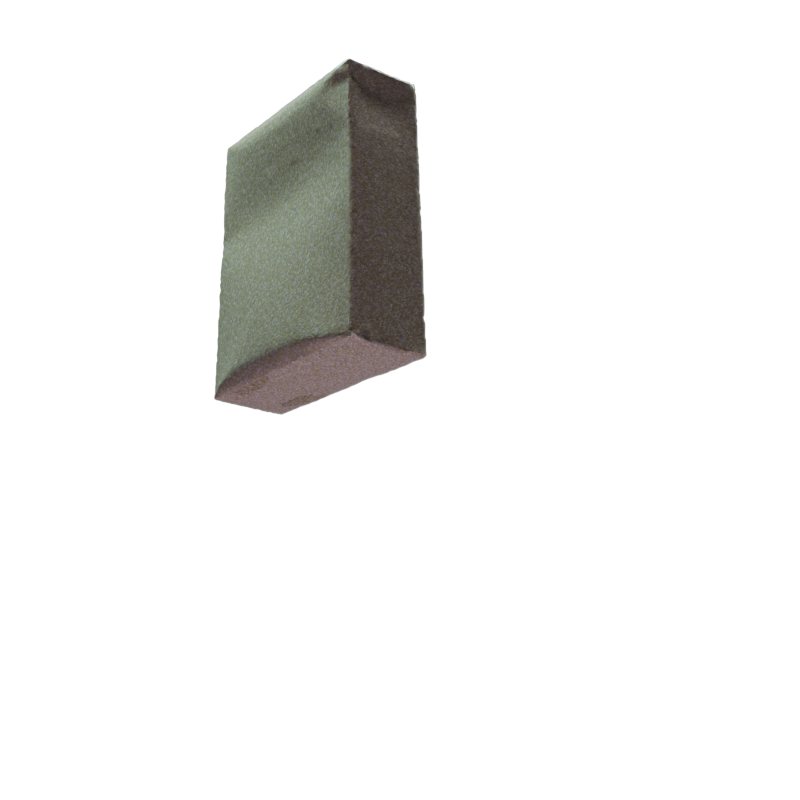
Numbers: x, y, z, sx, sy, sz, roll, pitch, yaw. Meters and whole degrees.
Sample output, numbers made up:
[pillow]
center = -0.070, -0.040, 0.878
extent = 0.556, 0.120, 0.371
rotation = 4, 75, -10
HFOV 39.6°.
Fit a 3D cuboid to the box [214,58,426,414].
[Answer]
[box]
center = -0.063, -0.115, 0.804
extent = 0.068, 0.225, 0.165
rotation = 17, -28, -37
